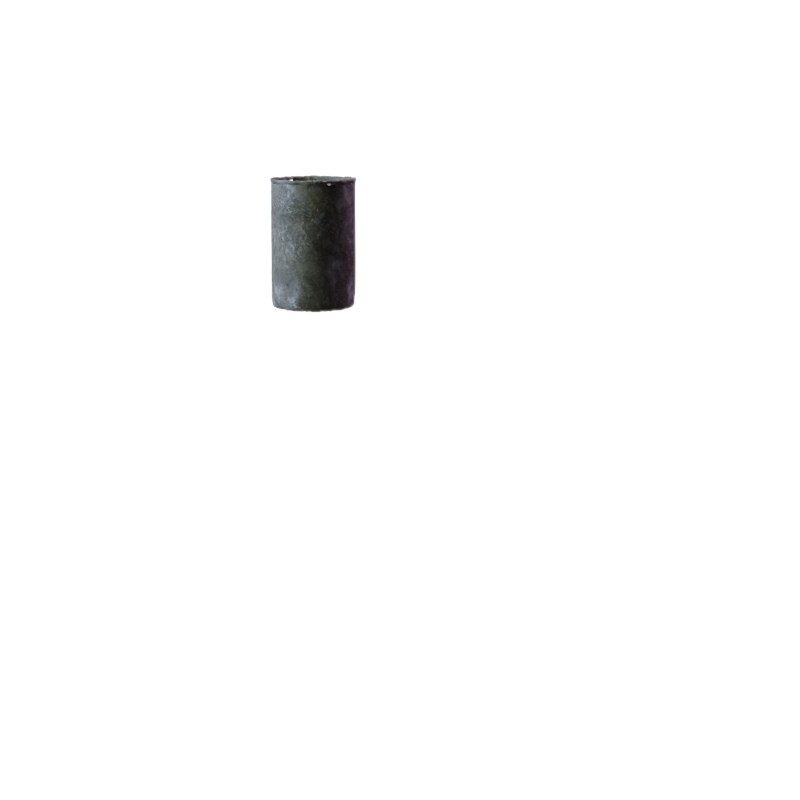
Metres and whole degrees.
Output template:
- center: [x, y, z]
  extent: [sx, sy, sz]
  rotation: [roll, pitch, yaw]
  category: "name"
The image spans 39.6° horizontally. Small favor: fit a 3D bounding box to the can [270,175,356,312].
- center: [-0.069, -0.126, 0.882]
  extent: [0.068, 0.100, 0.070]
  rotation: [0, 10, -2]
  category: "can"
